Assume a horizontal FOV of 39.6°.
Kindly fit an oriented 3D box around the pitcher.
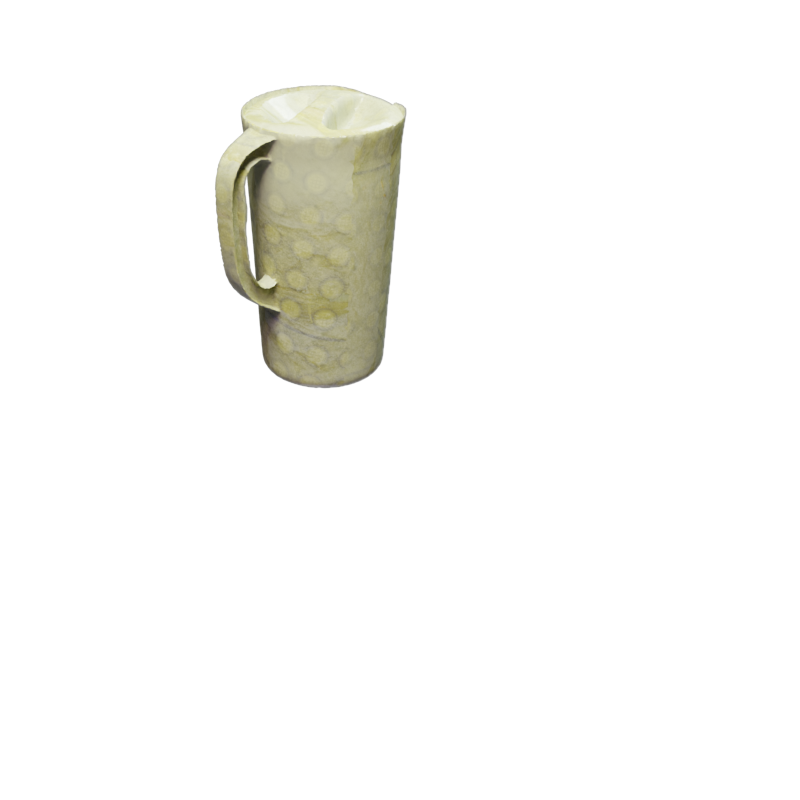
[{"bbox_3d":[-0.073,-0.133,0.933,0.149,0.230,0.153,1,27,-2],"label":"pitcher"}]
